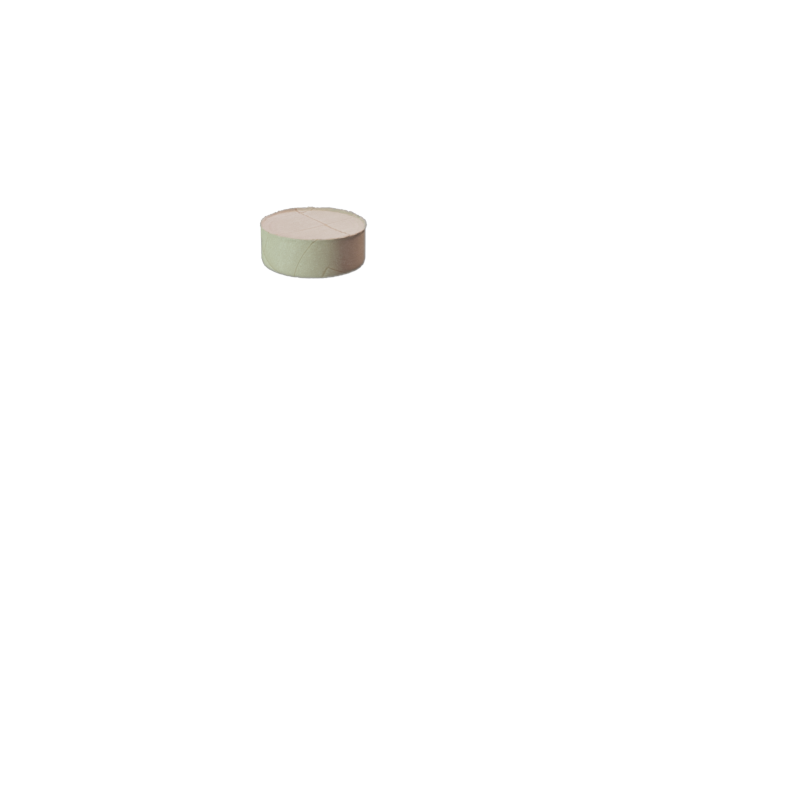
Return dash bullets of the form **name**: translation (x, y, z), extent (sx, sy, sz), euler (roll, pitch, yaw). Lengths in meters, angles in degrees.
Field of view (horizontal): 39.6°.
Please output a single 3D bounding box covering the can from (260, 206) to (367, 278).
- **can**: translation (-0.070, -0.128, 0.893), extent (0.086, 0.032, 0.090), euler (-1, 25, -2)
